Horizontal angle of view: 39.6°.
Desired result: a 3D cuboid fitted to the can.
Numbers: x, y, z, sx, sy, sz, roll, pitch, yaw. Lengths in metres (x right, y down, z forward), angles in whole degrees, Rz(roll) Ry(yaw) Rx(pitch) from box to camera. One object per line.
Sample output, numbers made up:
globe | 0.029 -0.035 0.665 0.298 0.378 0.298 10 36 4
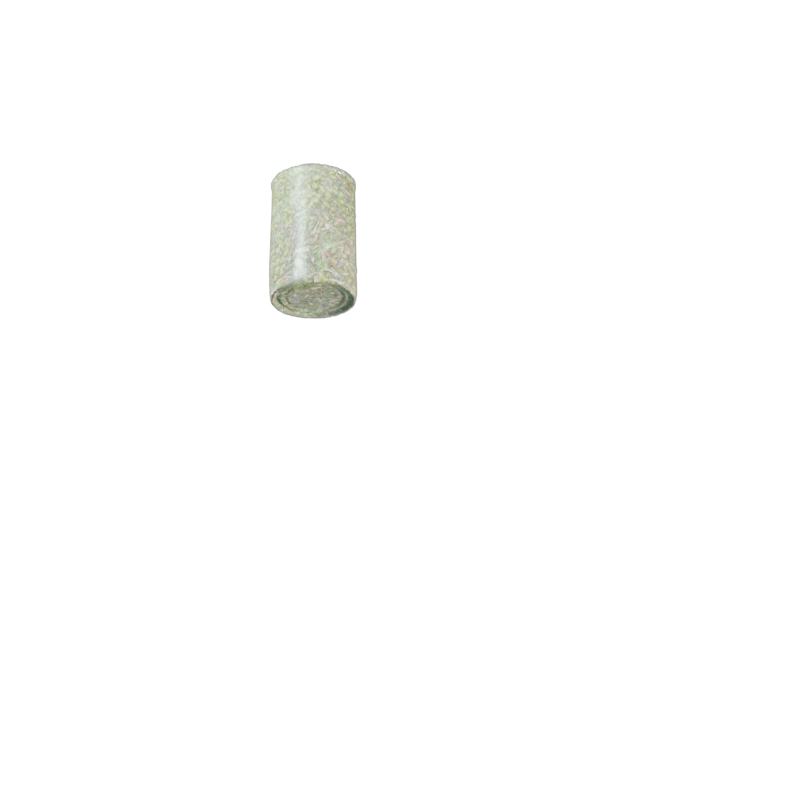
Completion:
can | -0.067 -0.122 0.858 0.068 0.108 0.065 0 -26 -2
